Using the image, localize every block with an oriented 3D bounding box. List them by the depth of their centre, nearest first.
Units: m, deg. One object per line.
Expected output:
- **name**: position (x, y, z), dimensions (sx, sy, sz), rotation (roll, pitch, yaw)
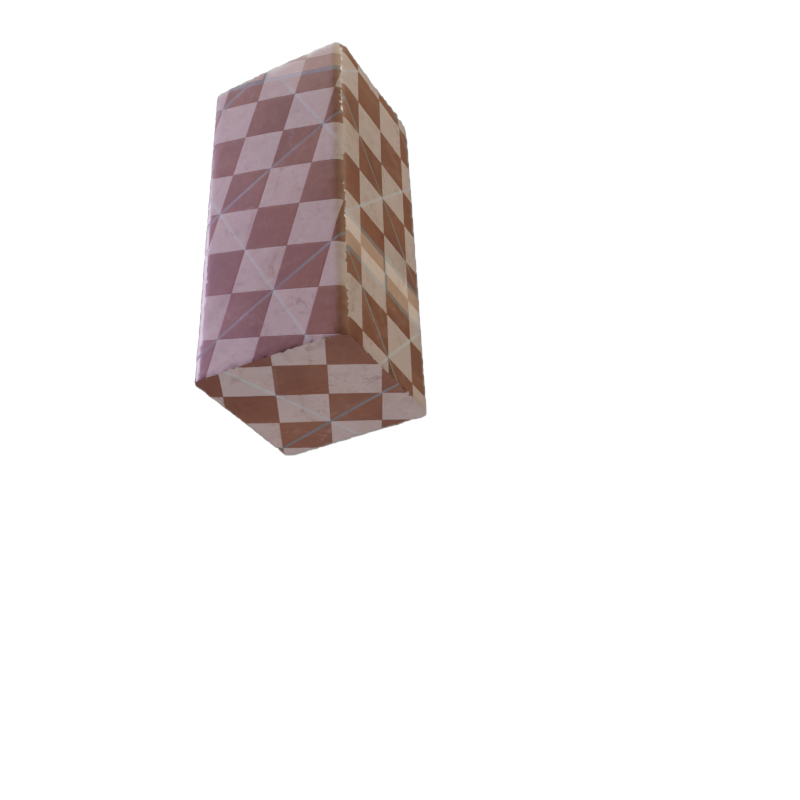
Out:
- **block**: position (-0.048, -0.090, 0.625), dimensions (0.091, 0.221, 0.084), rotation (-20, -39, 22)
